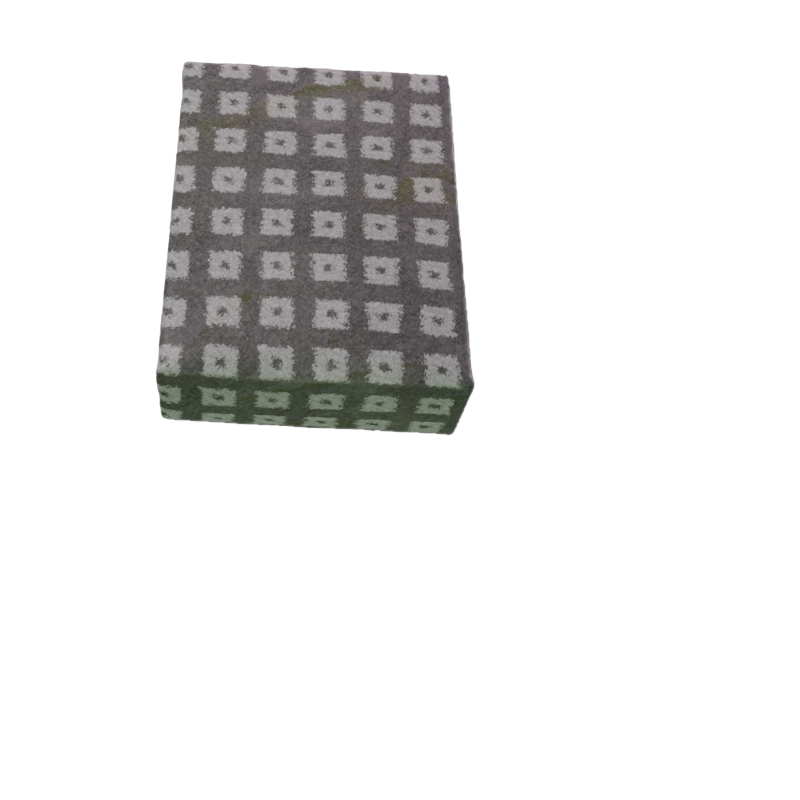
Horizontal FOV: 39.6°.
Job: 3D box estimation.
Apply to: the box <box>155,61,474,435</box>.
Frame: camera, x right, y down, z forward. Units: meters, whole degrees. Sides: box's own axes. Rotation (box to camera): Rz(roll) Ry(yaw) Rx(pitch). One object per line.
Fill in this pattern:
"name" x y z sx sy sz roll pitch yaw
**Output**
"box" -0.050 -0.092 0.641 0.163 0.228 0.068 1 -32 -5
